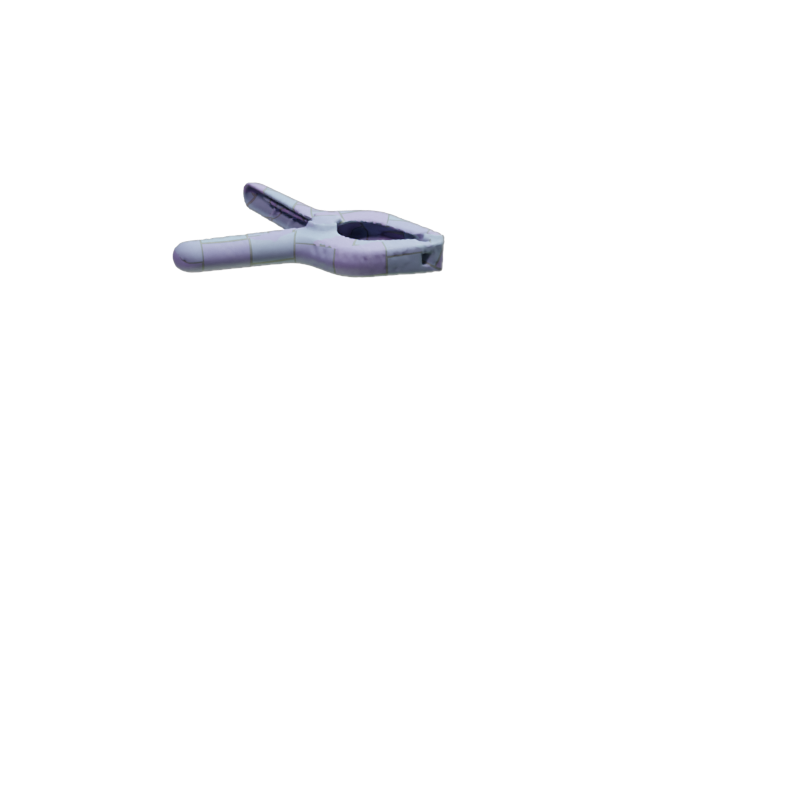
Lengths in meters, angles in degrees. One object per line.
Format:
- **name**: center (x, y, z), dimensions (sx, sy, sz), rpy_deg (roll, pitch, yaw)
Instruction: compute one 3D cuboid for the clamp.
- **clamp**: center (-0.071, -0.130, 0.910), dimensions (0.218, 0.034, 0.168), rpy_deg (13, 33, 20)
